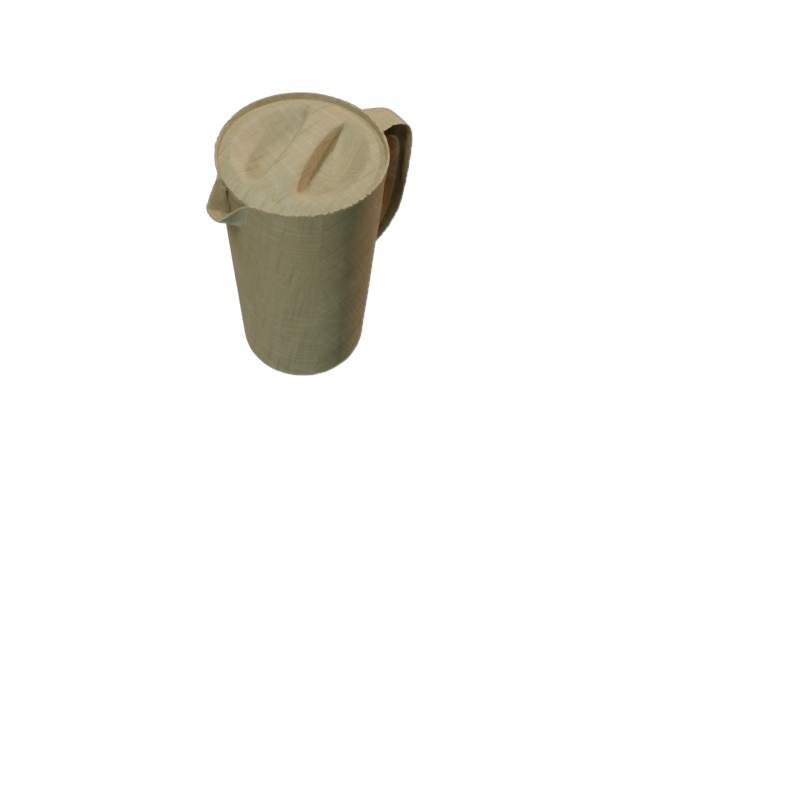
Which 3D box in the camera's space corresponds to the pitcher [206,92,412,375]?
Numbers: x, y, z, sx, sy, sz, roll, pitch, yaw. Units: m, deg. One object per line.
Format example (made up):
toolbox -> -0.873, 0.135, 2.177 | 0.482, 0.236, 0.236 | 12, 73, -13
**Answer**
pitcher -> -0.073, -0.133, 0.930 | 0.150, 0.154, 0.227 | 6, -35, 1
